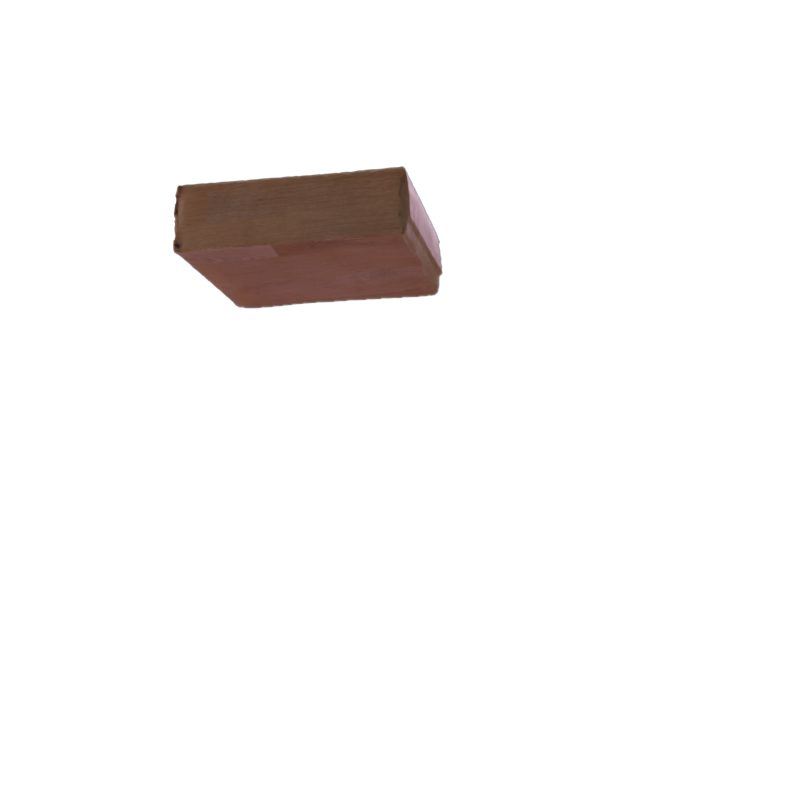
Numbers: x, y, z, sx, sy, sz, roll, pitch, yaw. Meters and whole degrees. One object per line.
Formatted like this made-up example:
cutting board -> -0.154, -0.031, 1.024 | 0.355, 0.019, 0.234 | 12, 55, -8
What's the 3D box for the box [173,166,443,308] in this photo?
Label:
box -> -0.042, -0.077, 0.541 | 0.115, 0.041, 0.085 | -4, -16, 13
